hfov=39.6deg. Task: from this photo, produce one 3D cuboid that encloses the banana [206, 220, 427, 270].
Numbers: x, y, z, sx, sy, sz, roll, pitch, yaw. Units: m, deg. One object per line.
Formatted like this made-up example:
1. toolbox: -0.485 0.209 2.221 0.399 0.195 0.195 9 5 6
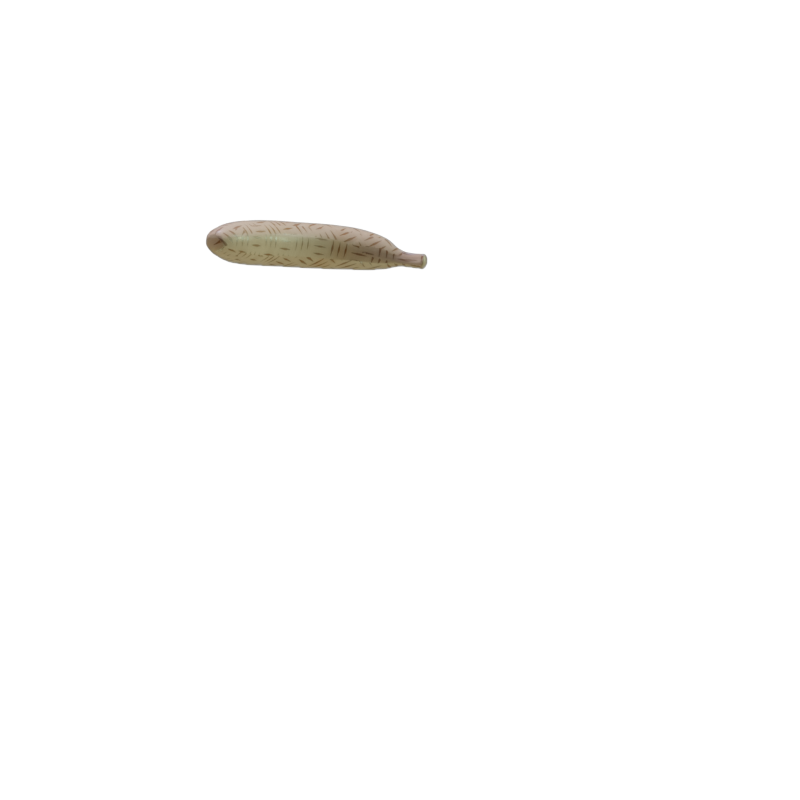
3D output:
1. banana: -0.075 -0.123 0.876 0.190 0.037 0.072 -2 2 -34
